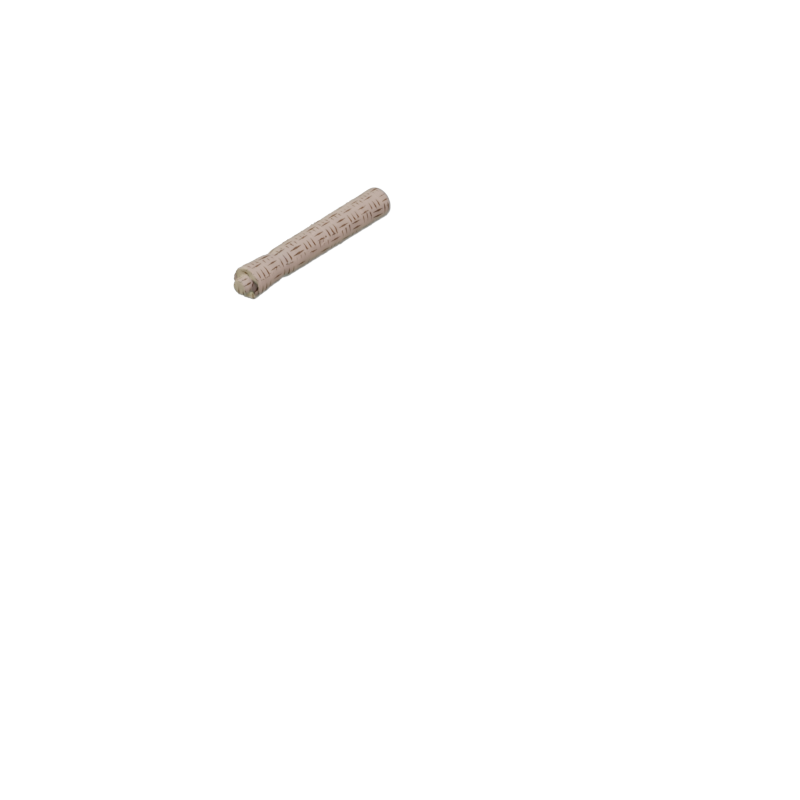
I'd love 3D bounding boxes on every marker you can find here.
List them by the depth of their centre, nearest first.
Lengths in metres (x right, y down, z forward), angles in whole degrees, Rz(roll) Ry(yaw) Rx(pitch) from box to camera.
[{"bbox_3d":[-0.049,-0.089,0.622,0.021,0.019,0.122,3,31,41],"label":"marker"}]
